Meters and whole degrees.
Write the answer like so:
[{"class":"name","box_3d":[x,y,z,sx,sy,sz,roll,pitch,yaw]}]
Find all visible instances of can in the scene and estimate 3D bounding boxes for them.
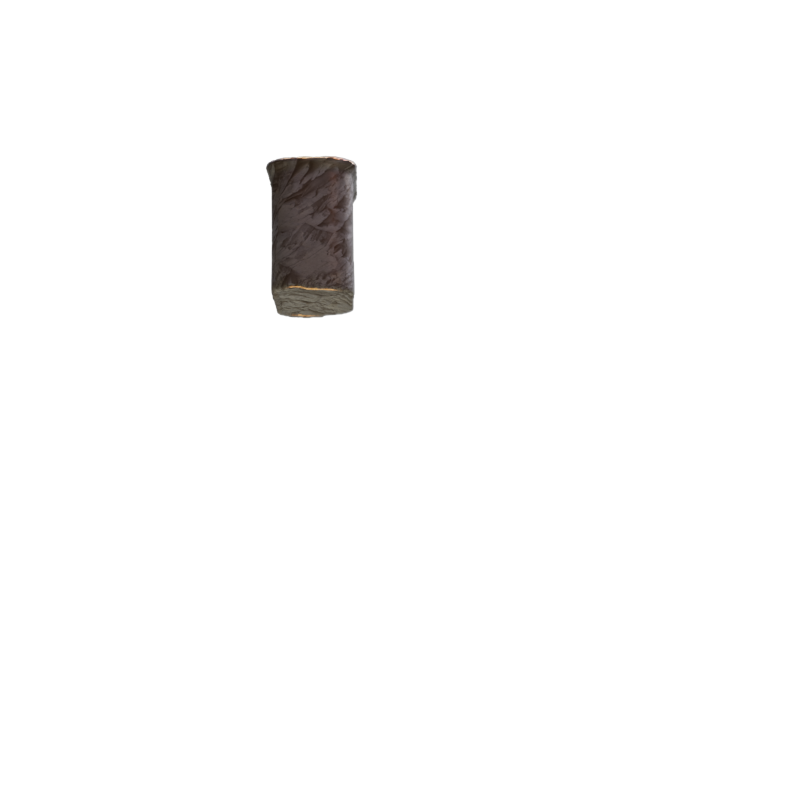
[{"class":"can","box_3d":[-0.056,-0.103,0.720,0.057,0.086,0.099,0,-10,-1]}]
